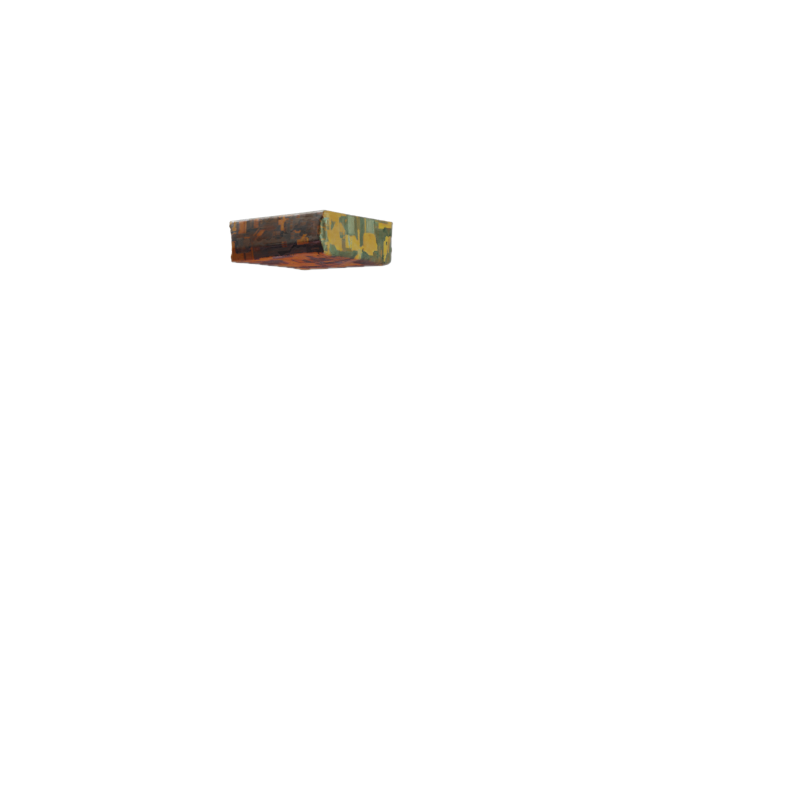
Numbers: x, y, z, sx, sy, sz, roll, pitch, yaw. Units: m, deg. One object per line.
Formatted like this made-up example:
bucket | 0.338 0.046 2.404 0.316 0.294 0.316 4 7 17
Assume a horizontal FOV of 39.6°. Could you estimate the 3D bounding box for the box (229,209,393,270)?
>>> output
box | -0.070 -0.128 0.897 0.093 0.039 0.109 0 0 30
